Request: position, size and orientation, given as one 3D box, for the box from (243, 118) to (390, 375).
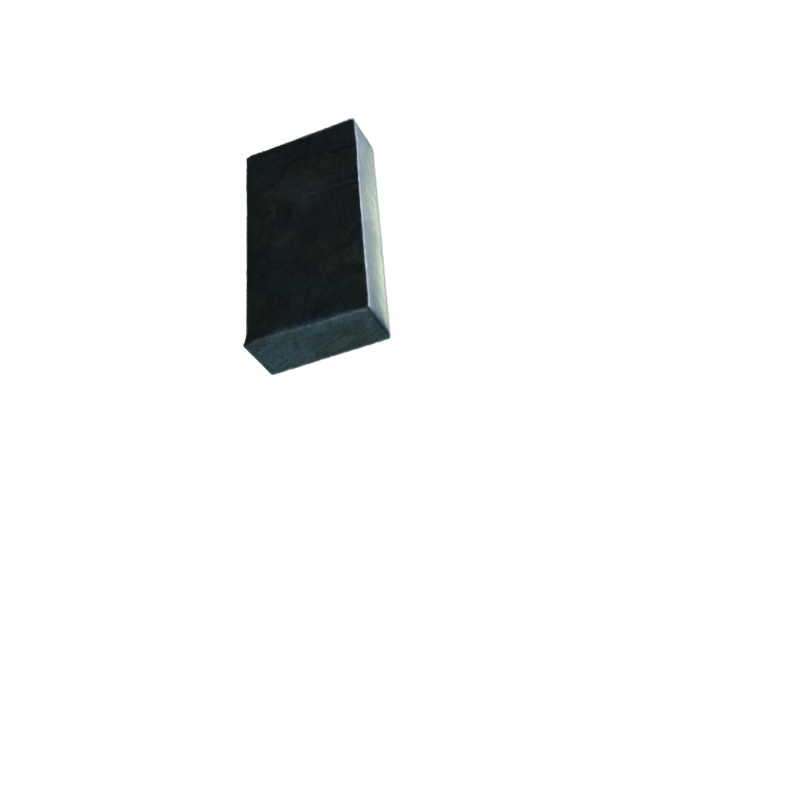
[{"bbox_3d":[-0.061,-0.111,0.781,0.094,0.189,0.044,-17,-41,17],"label":"box"}]
